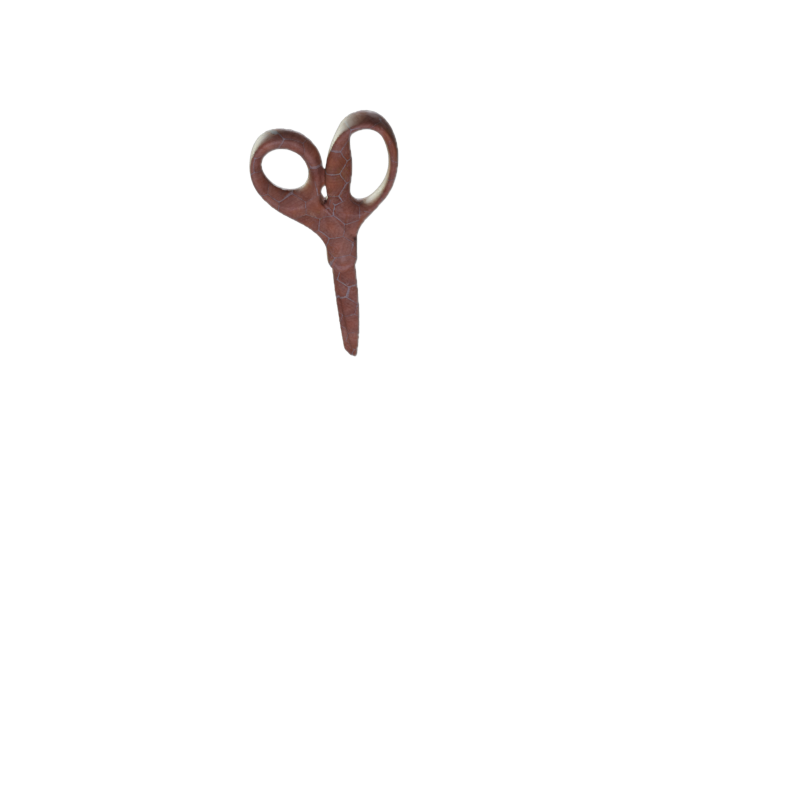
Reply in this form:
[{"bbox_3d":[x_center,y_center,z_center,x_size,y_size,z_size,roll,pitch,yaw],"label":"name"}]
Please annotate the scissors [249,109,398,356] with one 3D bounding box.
[{"bbox_3d":[-0.054,-0.099,0.692,0.095,0.017,0.190,9,-44,-10],"label":"scissors"}]
